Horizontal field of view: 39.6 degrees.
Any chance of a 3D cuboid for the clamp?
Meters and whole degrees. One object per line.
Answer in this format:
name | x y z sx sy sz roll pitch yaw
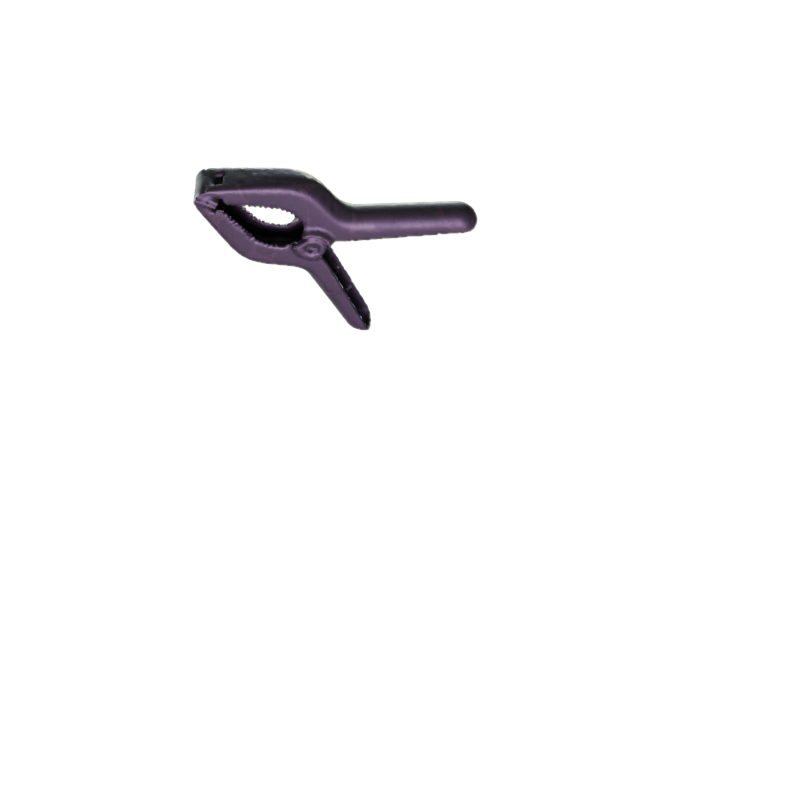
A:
clamp | -0.068 -0.124 0.872 0.203 0.039 0.159 15 -40 -19
